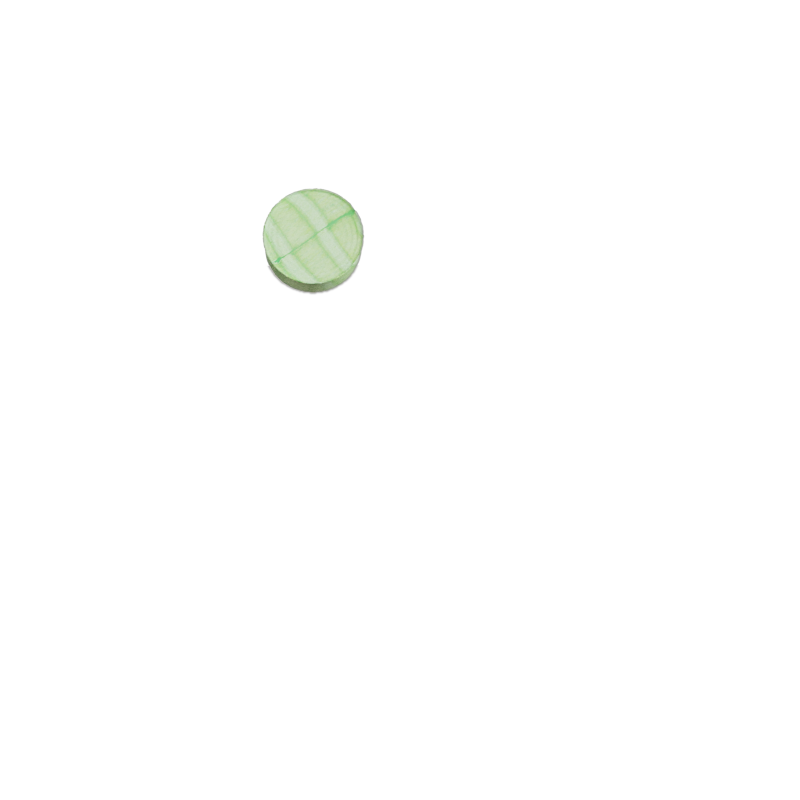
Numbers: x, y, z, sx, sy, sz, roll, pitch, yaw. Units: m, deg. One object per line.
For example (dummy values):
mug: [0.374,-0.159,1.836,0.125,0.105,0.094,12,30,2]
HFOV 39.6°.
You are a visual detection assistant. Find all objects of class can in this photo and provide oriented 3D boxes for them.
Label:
can: [-0.074,-0.136,0.952,0.086,0.090,0.032,-1,-18,-1]
